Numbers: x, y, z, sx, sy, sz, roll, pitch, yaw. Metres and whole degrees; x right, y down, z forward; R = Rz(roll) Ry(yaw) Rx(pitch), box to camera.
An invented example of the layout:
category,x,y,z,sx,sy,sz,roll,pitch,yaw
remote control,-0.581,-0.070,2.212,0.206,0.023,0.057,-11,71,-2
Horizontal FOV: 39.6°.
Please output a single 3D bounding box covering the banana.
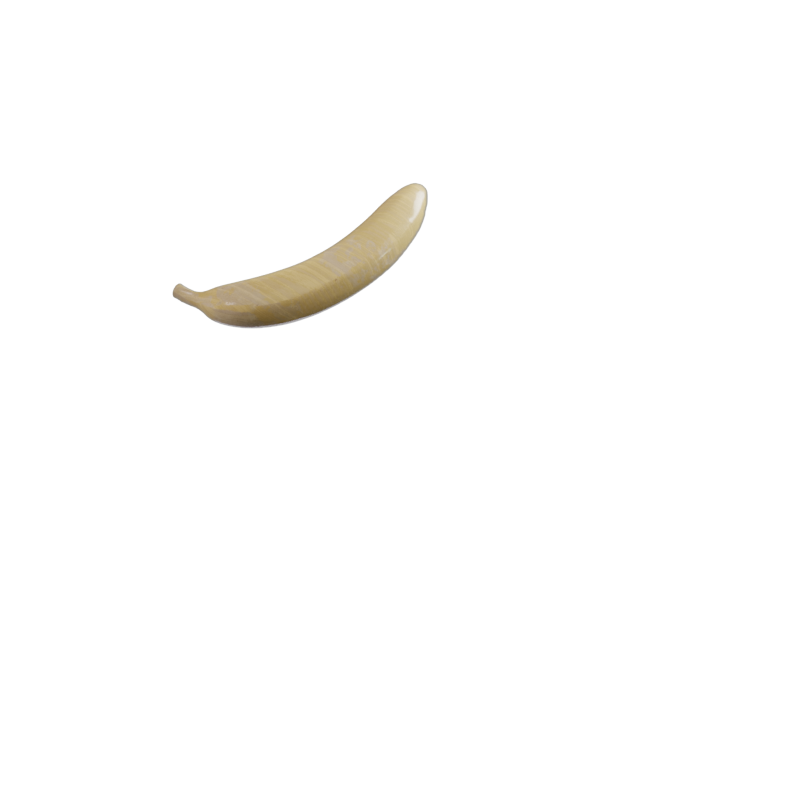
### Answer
category,x,y,z,sx,sy,sz,roll,pitch,yaw
banana,-0.055,-0.094,0.763,0.197,0.075,0.034,-24,-29,-15
